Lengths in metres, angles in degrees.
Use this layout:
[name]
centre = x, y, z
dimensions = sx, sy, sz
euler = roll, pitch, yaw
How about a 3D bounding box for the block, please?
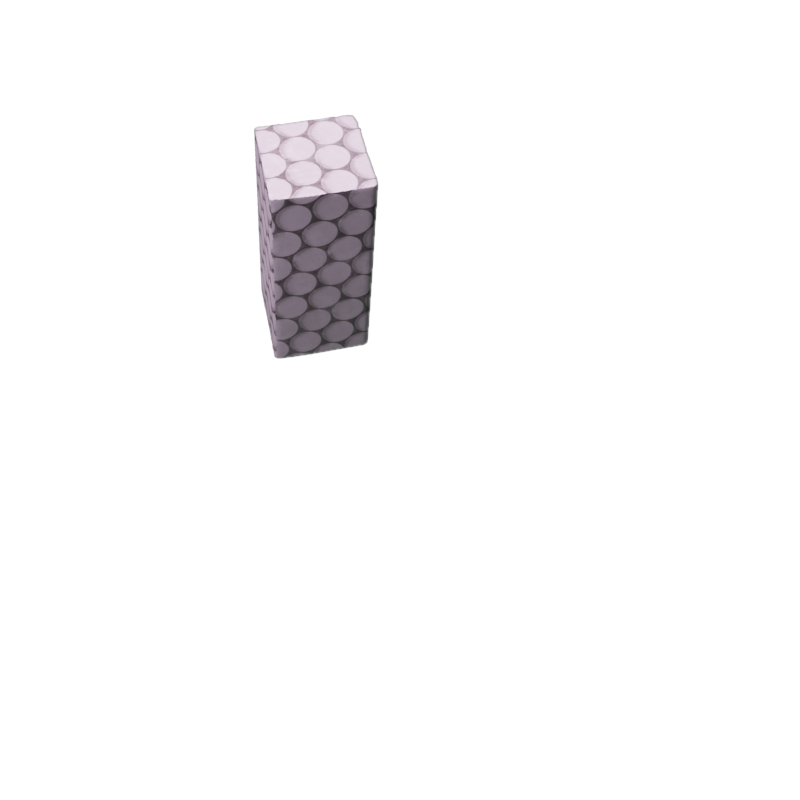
[block]
centre = -0.076, -0.139, 0.976
dimensions = 0.089, 0.098, 0.192
euler = -8, -38, -10
